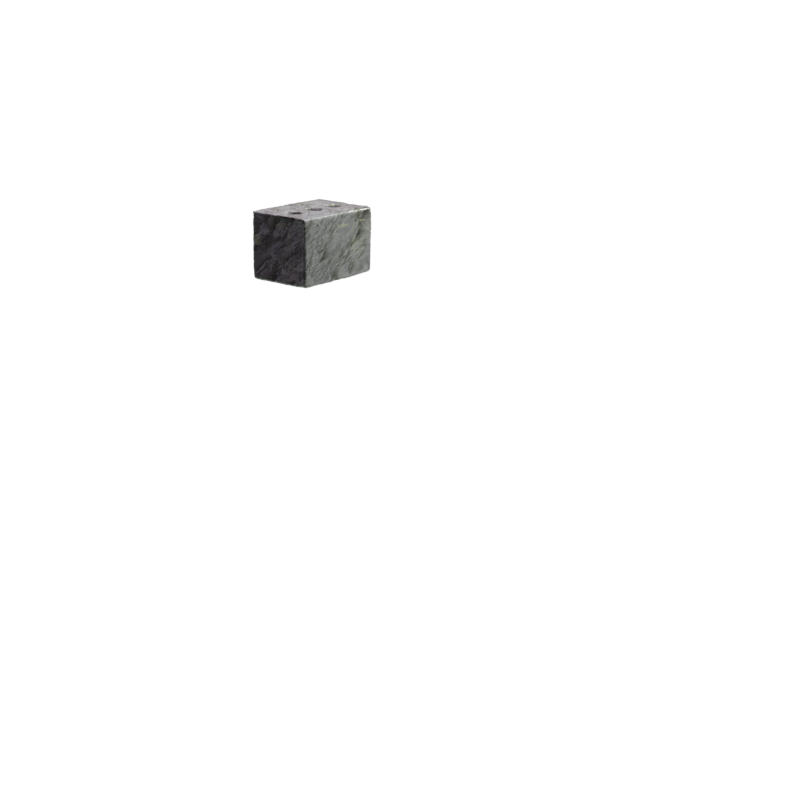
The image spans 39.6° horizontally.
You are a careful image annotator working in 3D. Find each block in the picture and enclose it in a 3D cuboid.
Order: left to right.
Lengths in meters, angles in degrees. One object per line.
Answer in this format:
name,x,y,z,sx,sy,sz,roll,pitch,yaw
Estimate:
block,-0.065,-0.118,0.825,0.055,0.050,0.077,12,20,36
